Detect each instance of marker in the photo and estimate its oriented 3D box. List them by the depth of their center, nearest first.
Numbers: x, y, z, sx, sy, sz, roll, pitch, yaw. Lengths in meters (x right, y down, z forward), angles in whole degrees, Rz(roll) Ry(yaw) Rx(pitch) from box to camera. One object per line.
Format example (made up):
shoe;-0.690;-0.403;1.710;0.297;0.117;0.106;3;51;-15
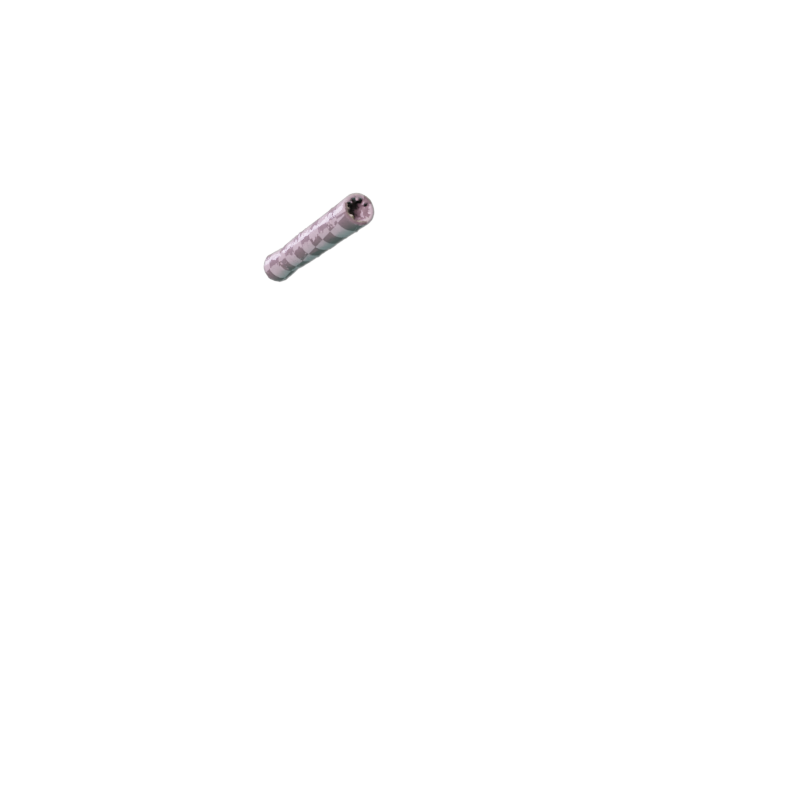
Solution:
marker;-0.050;-0.092;0.641;0.019;0.020;0.121;-2;-9;-29
